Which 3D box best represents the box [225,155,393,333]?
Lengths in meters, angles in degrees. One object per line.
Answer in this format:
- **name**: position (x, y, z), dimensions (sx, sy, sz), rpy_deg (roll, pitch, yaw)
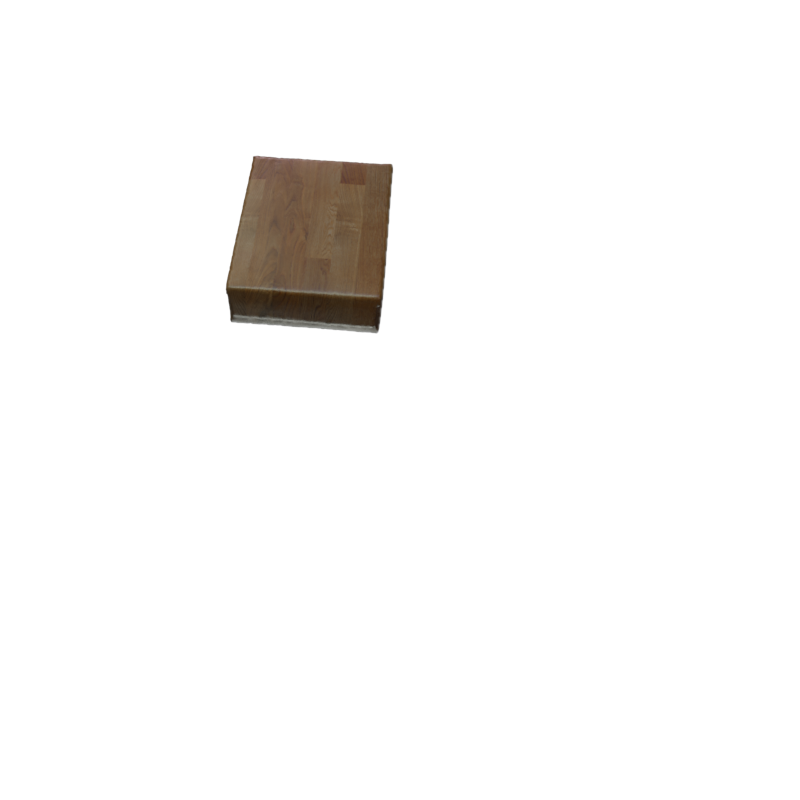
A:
- **box**: position (-0.053, -0.096, 0.672), dimensions (0.090, 0.121, 0.036), rpy_deg (3, -40, 2)
